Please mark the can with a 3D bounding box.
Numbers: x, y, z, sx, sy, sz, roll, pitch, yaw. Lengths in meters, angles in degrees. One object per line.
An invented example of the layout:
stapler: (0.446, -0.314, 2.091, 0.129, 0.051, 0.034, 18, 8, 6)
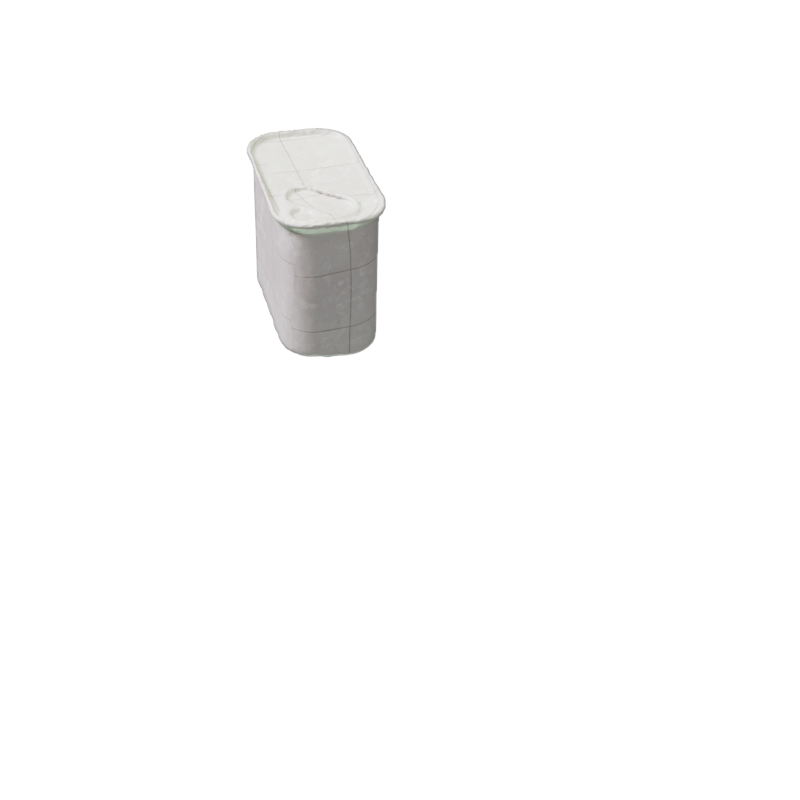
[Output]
can: (-0.046, -0.084, 0.587, 0.057, 0.078, 0.110, -8, 37, -14)
